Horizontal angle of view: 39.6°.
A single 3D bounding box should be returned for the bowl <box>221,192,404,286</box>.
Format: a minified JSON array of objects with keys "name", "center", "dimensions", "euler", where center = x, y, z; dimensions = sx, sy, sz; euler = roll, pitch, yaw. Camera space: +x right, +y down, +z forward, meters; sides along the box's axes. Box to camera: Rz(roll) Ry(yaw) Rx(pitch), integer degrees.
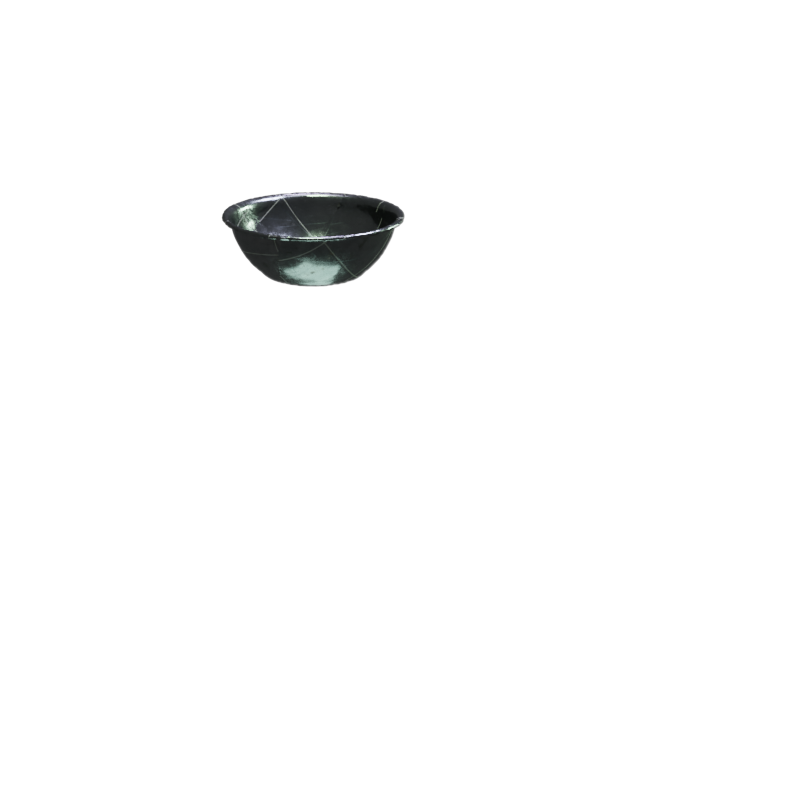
[{"name":"bowl","center":[-0.077,-0.141,0.987],"dimensions":[0.162,0.053,0.170],"euler":[-1,23,-2]}]
